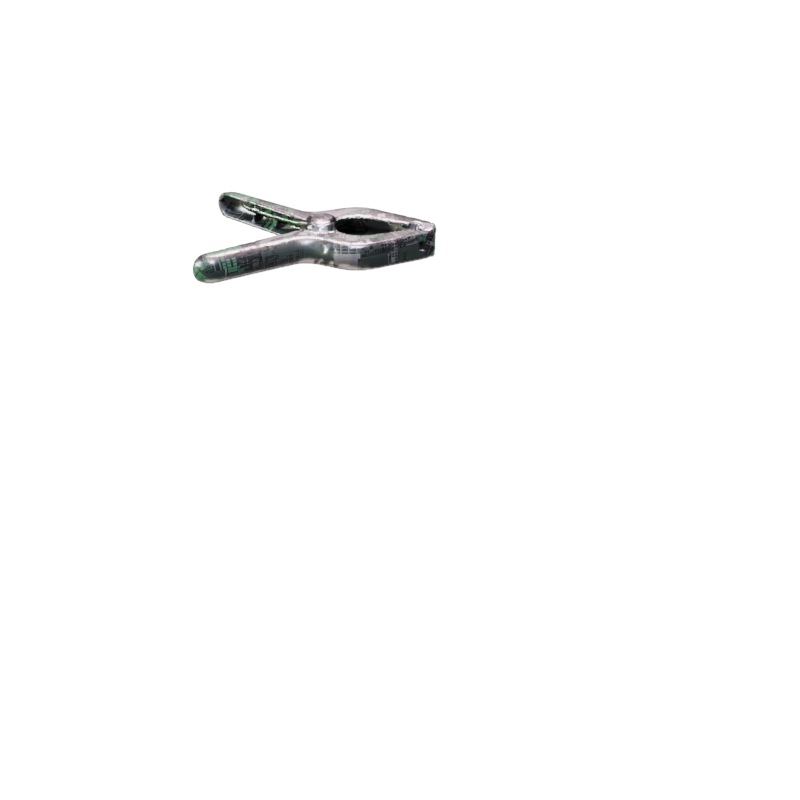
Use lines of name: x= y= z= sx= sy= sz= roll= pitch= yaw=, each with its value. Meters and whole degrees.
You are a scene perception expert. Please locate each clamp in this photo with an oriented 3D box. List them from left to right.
clamp: x=-0.076 y=-0.139 z=0.970 sx=0.213 sy=0.034 sz=0.172 roll=5 pitch=31 yaw=8
